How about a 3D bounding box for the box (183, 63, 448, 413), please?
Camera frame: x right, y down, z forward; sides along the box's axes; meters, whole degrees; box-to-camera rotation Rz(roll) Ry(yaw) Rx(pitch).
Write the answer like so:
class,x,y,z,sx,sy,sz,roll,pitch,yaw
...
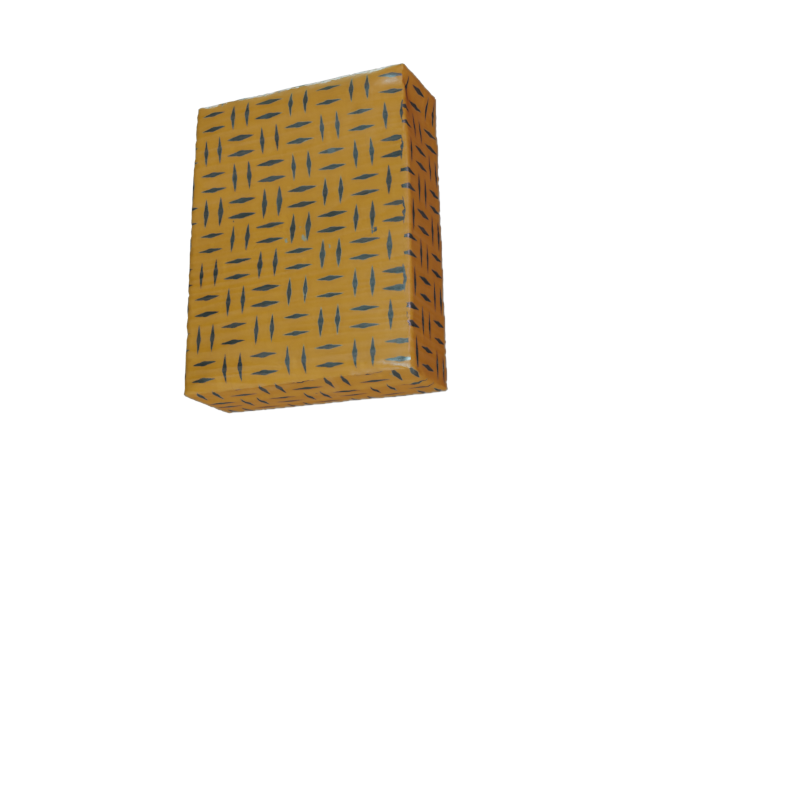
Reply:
class,x,y,z,sx,sy,sz,roll,pitch,yaw
box,-0.059,-0.107,0.752,0.167,0.223,0.067,-8,-20,22
